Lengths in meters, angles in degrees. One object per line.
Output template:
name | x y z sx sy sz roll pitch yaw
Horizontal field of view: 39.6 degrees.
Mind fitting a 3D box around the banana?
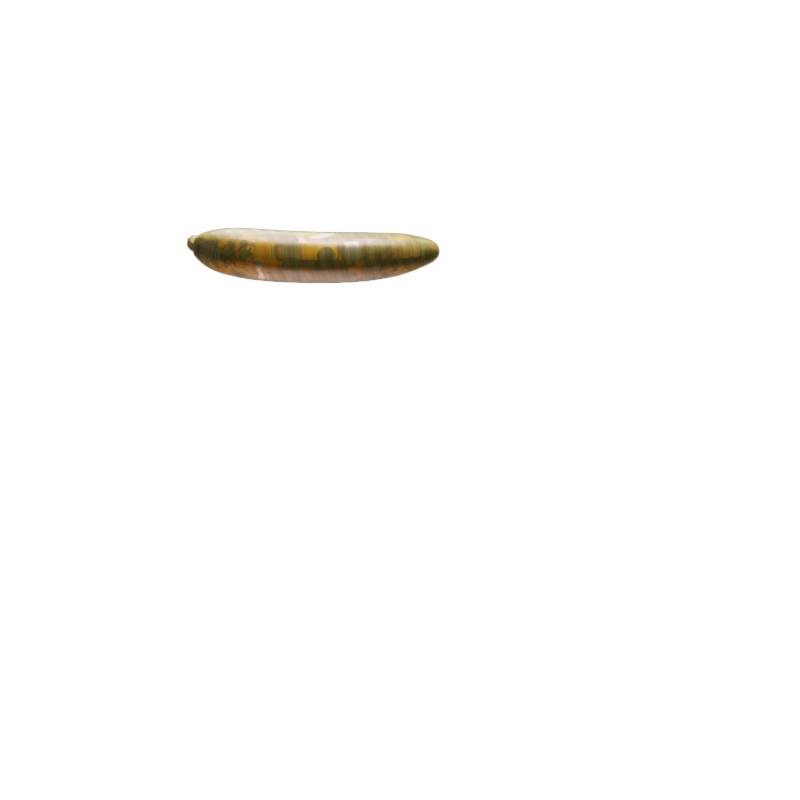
banana | -0.072 -0.111 0.825 0.200 0.035 0.072 5 27 9
